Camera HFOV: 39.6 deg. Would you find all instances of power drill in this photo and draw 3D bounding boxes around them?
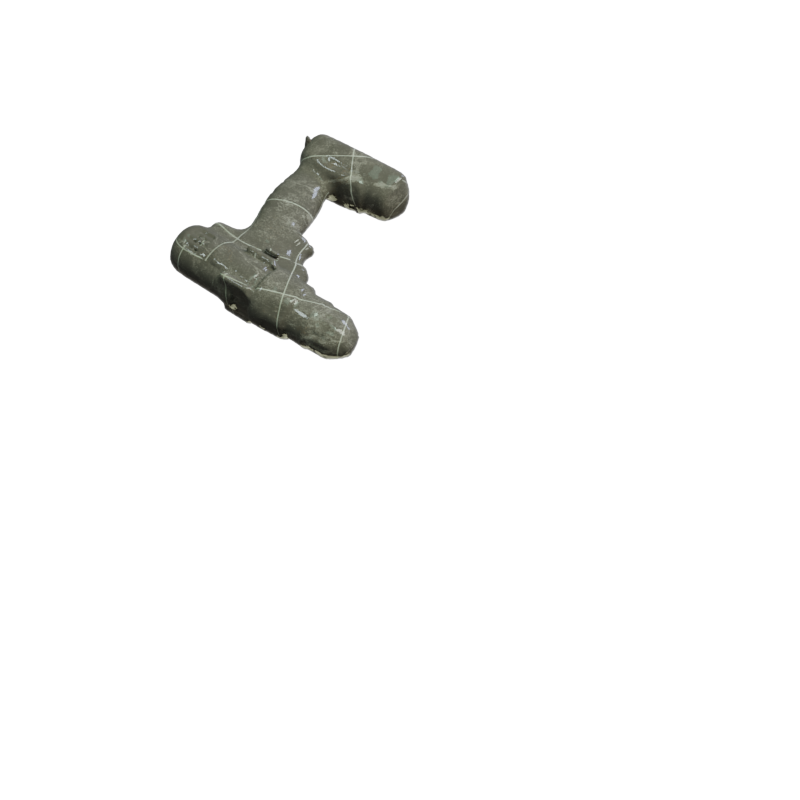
[{"bbox_3d":[-0.074,-0.135,0.944,0.194,0.192,0.053,30,-32,21],"label":"power drill"}]
